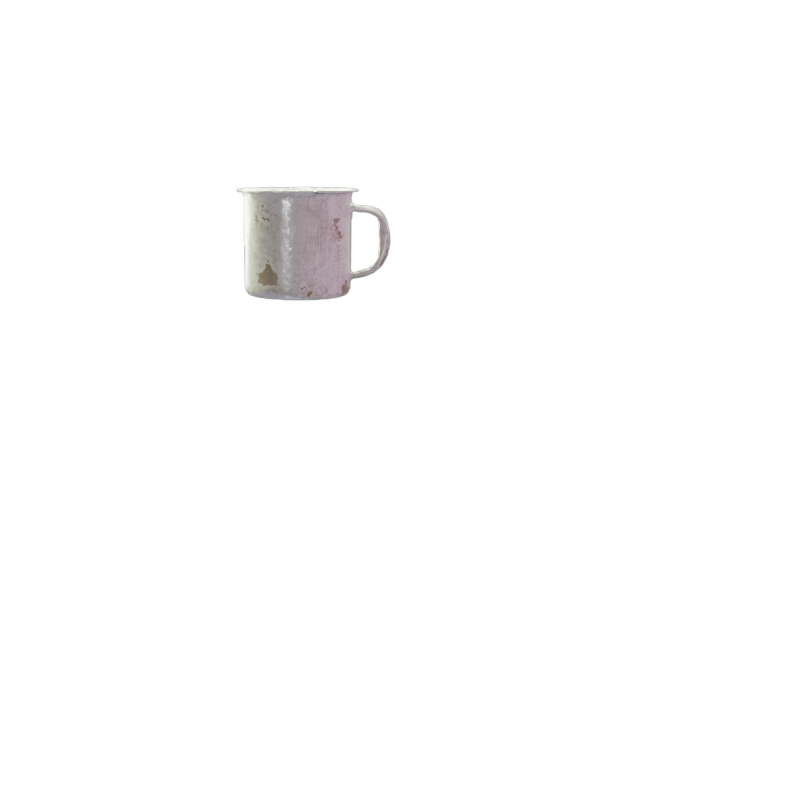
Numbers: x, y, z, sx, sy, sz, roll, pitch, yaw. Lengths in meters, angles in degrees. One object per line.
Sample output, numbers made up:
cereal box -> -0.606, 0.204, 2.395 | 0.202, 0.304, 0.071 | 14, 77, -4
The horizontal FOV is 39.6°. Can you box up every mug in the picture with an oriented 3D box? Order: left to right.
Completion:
mug -> -0.066, -0.120, 0.844 | 0.117, 0.080, 0.095 | 0, 9, 0
